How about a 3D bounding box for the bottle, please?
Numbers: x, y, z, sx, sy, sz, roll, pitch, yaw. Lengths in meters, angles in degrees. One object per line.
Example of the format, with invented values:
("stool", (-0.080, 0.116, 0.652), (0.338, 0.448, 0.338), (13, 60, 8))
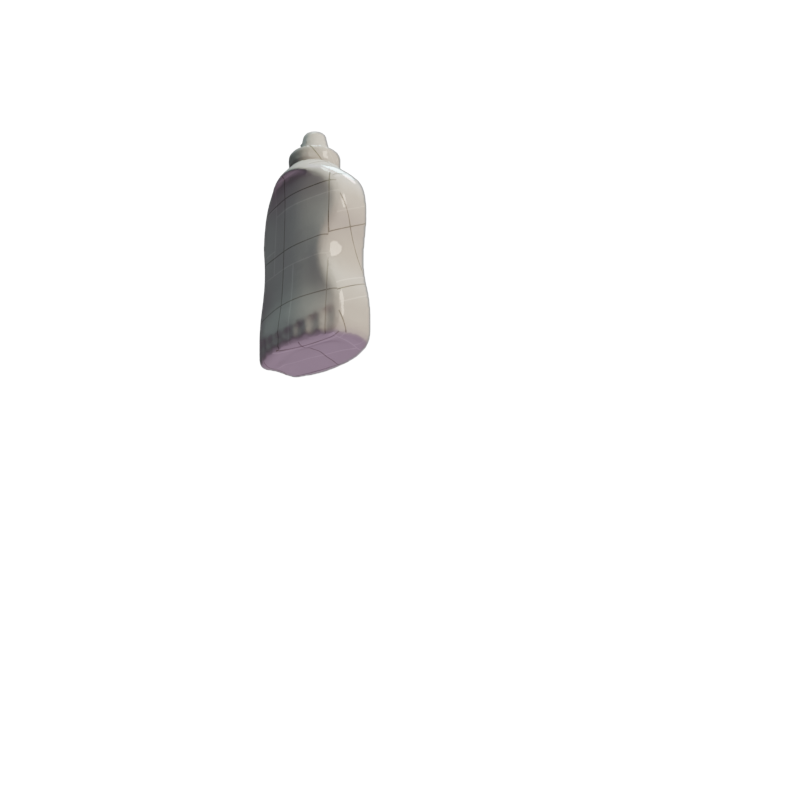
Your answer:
("bottle", (-0.066, -0.120, 0.845), (0.055, 0.203, 0.096), (18, -32, -36))
